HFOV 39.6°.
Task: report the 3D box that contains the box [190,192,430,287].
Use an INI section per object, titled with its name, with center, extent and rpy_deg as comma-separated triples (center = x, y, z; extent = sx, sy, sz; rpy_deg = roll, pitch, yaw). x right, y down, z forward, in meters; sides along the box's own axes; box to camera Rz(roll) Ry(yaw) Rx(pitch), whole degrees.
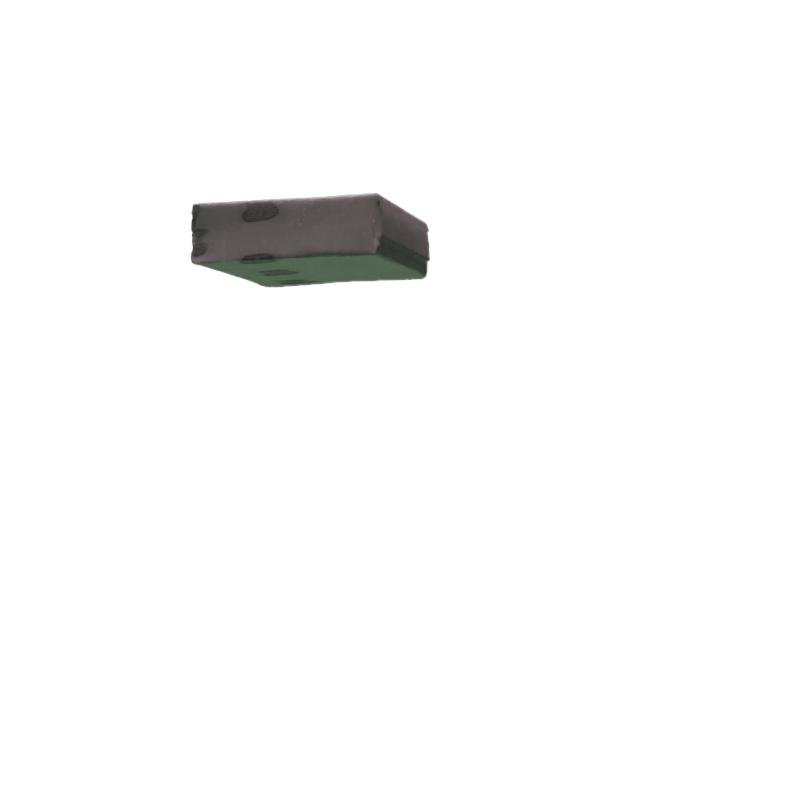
[box]
center = -0.049, -0.090, 0.631
extent = 0.116, 0.040, 0.086
rpy_deg = -2, -5, 20
